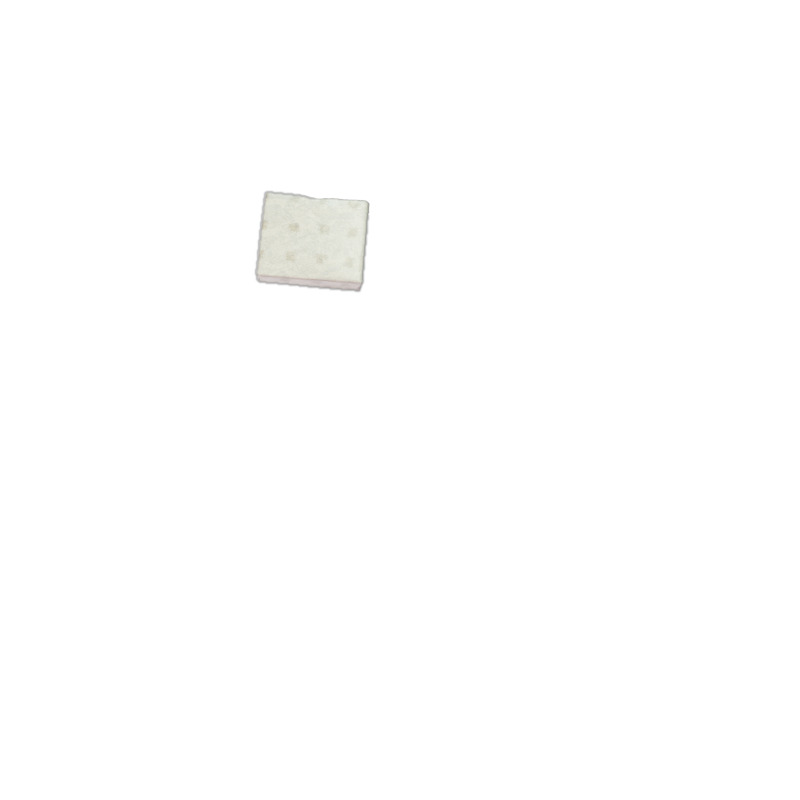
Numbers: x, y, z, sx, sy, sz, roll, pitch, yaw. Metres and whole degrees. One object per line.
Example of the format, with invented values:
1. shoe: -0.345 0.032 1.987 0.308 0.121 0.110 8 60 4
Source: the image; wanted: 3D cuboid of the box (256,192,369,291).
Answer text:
1. box: -0.073 -0.133 0.931 0.089 0.076 0.029 5 -15 1
